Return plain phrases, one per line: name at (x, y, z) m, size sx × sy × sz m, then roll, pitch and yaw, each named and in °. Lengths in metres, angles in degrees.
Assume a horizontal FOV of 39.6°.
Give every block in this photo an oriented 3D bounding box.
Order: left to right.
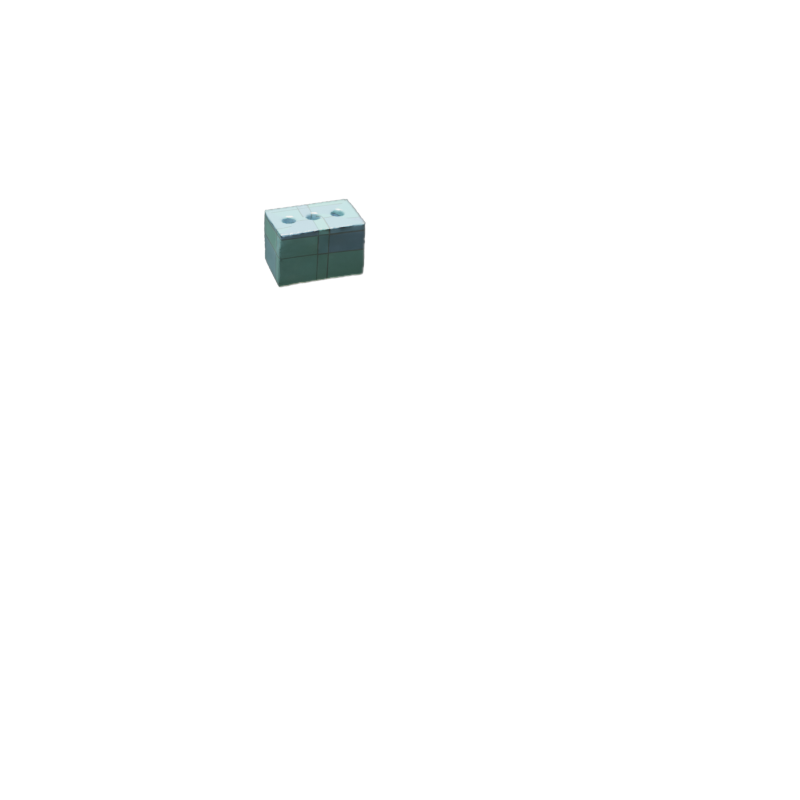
block at (-0.075, -0.137, 0.960) m, size 0.077 × 0.048 × 0.057 m, roll -11°, pitch 35°, yaw -17°
